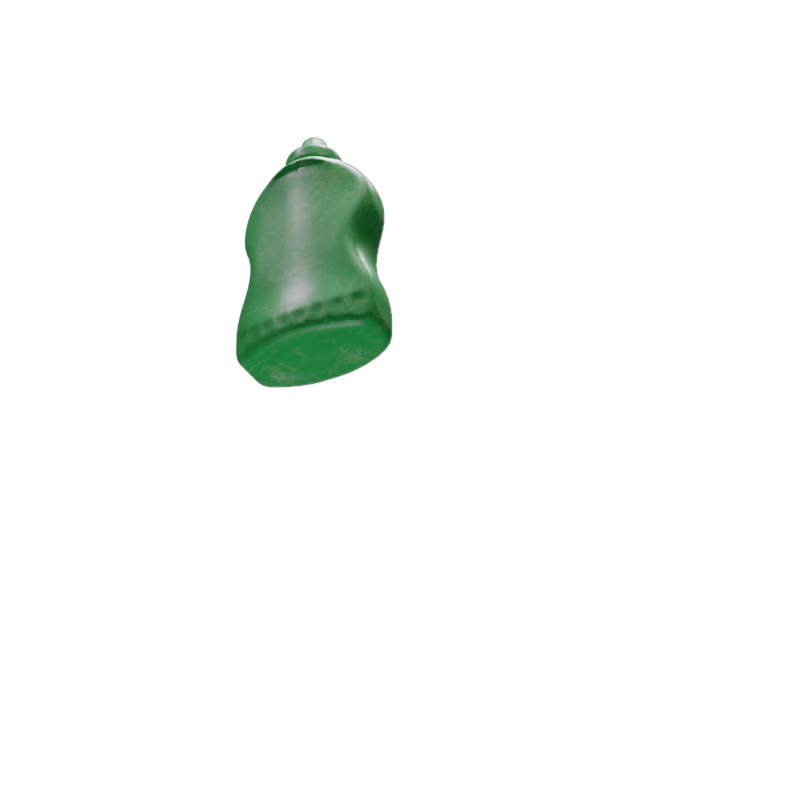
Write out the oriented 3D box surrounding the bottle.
[{"bbox_3d":[-0.057,-0.104,0.732,0.097,0.206,0.054,-20,-42,20],"label":"bottle"}]
